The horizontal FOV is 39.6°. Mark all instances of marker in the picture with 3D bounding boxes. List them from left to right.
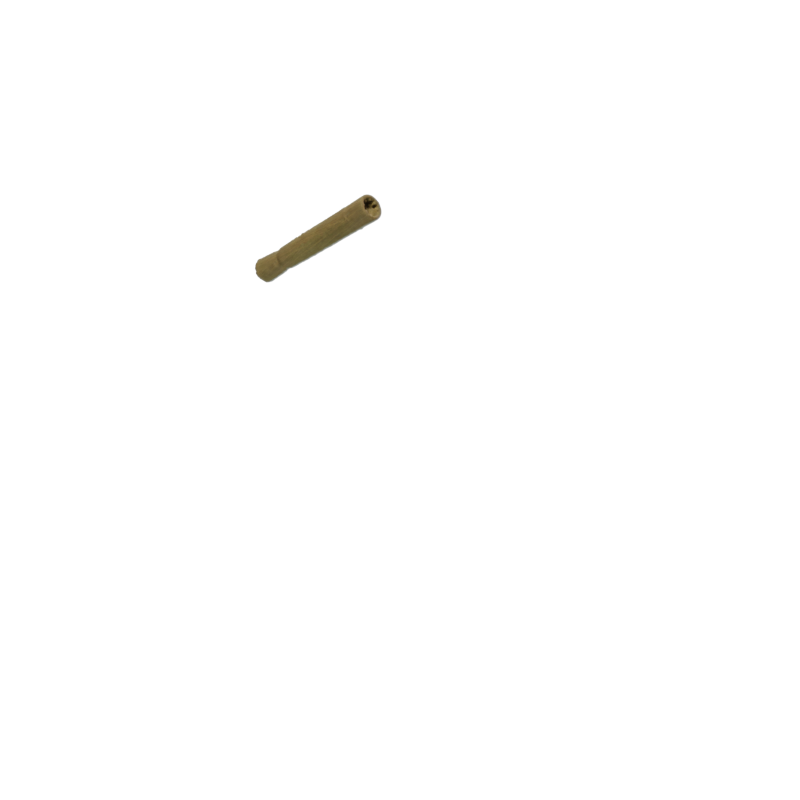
[{"bbox_3d":[-0.061,-0.110,0.773,0.121,0.020,0.019,-23,-13,42],"label":"marker"}]
